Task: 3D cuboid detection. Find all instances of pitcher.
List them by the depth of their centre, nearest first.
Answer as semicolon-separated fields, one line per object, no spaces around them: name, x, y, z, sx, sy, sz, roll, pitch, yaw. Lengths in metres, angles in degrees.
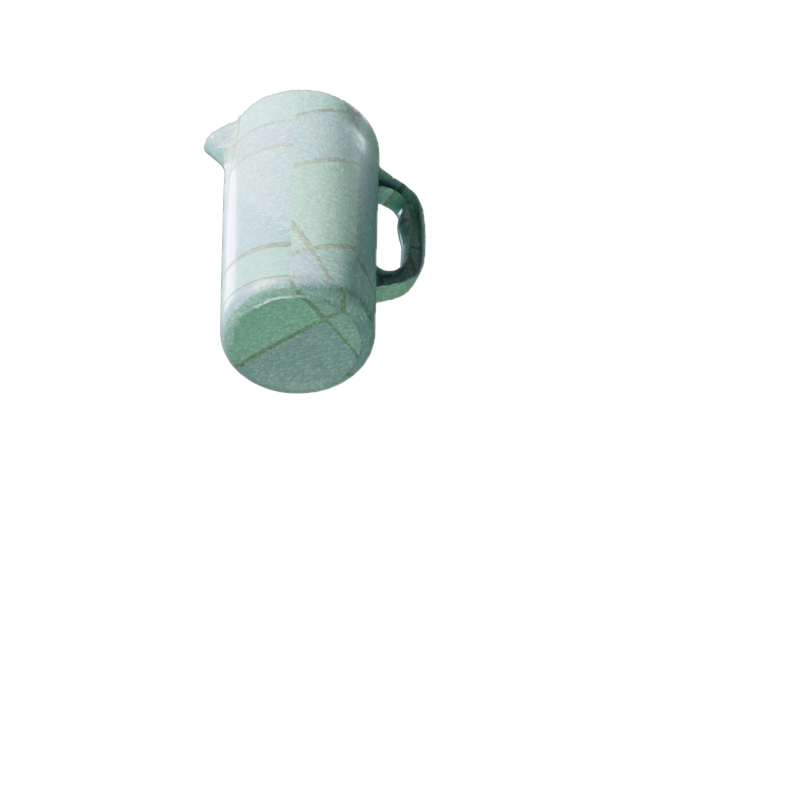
pitcher;-0.067;-0.122;0.855;0.150;0.134;0.261;-19;40;13
